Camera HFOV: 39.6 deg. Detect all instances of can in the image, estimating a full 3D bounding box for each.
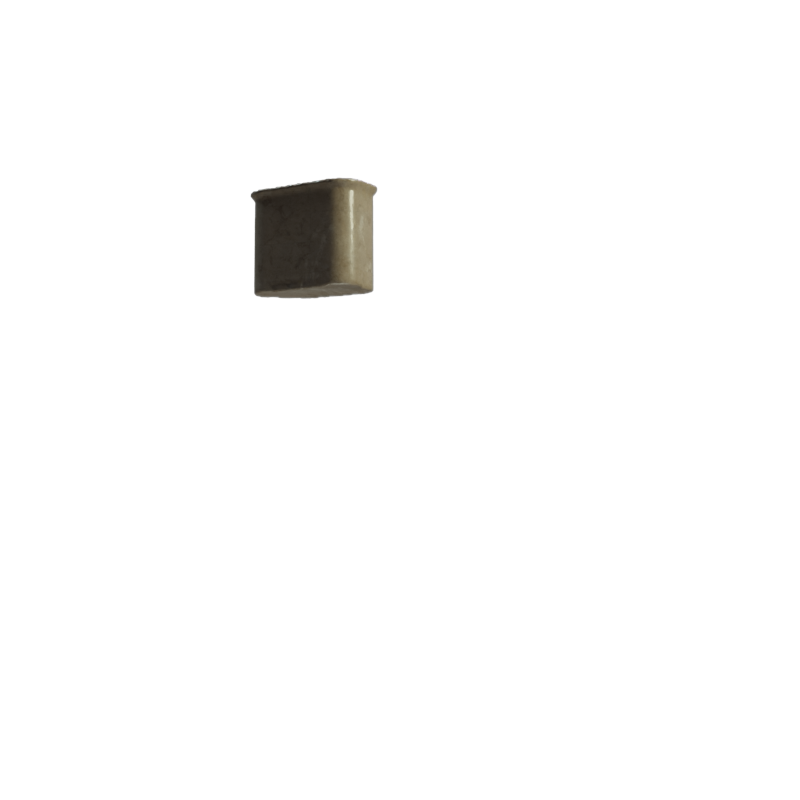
[{"bbox_3d":[-0.069,-0.126,0.882,0.105,0.086,0.055,-4,-8,31],"label":"can"}]
